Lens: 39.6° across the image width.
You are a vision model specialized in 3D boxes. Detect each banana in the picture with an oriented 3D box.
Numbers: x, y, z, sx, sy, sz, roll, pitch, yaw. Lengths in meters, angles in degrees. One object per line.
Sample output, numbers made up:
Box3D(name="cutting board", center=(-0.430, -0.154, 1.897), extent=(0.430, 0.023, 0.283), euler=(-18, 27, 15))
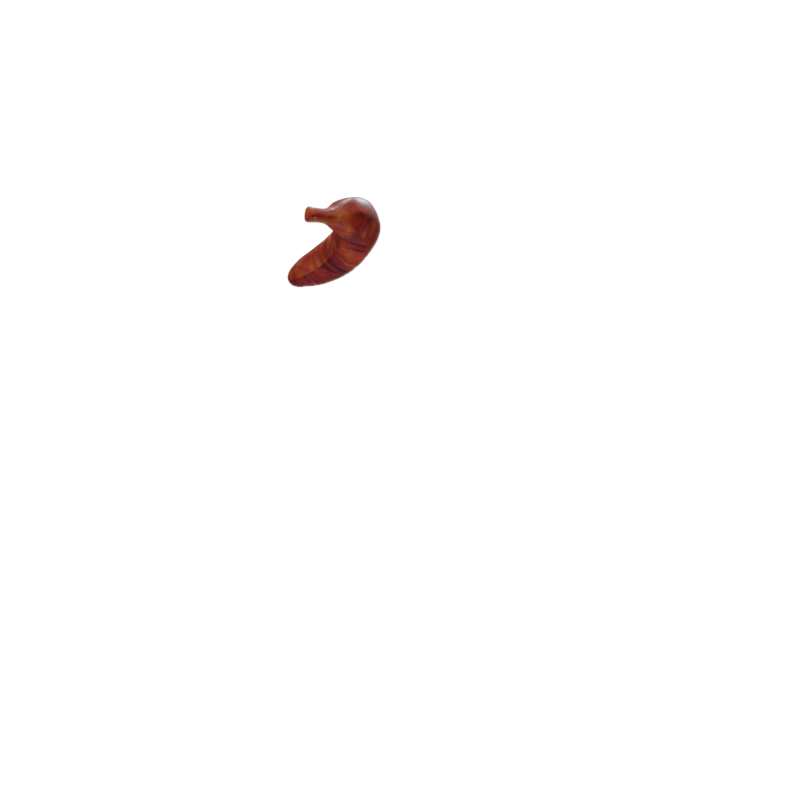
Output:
Box3D(name="banana", center=(-0.055, -0.135, 0.942), extent=(0.069, 0.038, 0.192), euler=(2, -12, -9))
